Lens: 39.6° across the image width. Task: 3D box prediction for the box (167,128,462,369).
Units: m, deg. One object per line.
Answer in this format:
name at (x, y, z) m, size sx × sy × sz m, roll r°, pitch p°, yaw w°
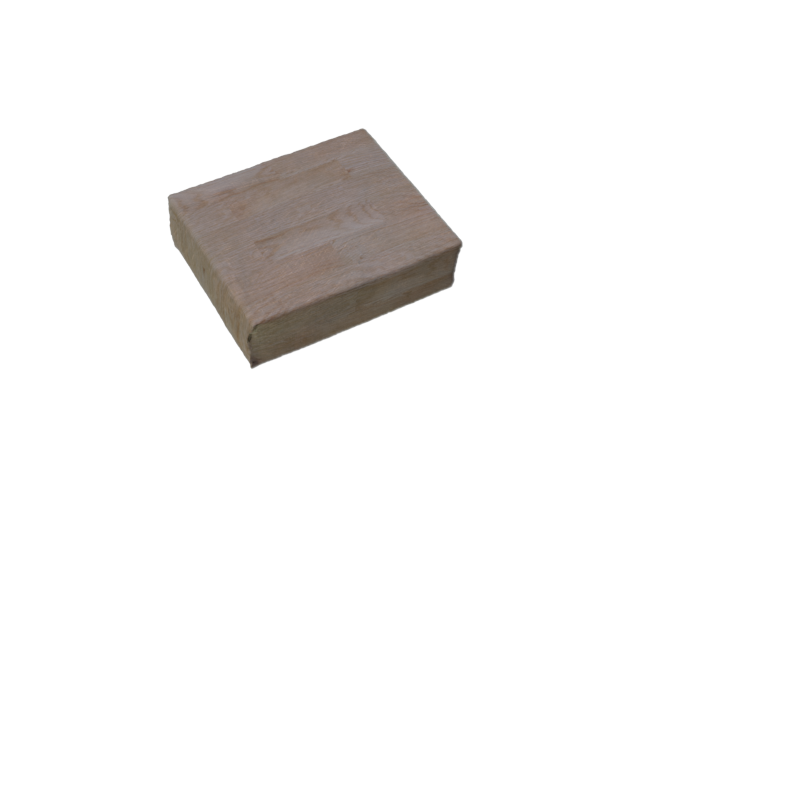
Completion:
box at (-0.042, -0.076, 0.529) m, size 0.113 × 0.097 × 0.036 m, roll -25°, pitch -35°, yaw -19°
